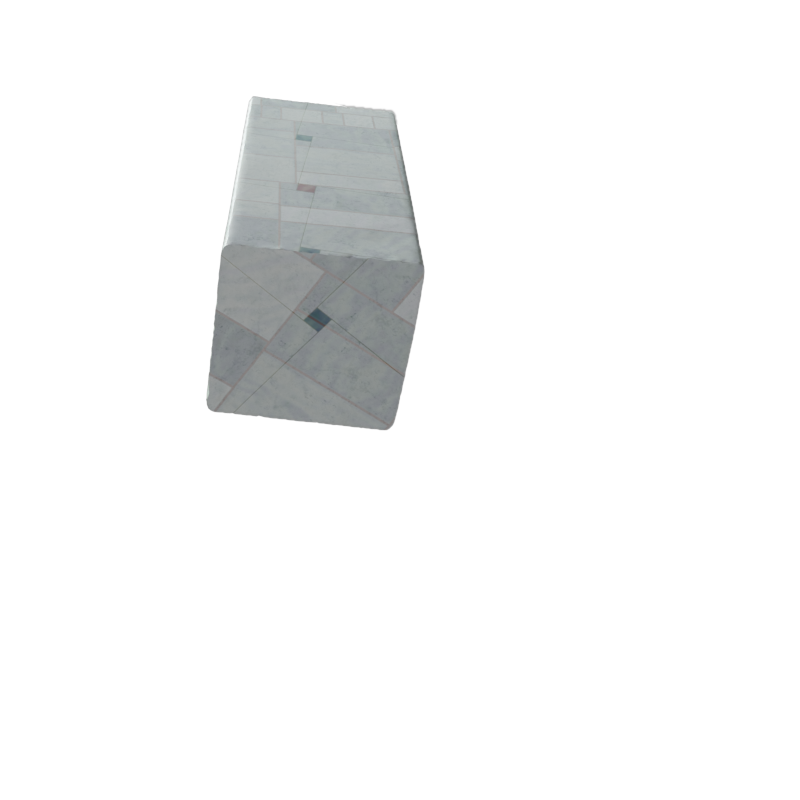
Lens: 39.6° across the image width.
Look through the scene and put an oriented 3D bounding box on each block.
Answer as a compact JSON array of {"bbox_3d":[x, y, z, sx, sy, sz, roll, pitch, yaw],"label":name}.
[{"bbox_3d":[-0.046,-0.083,0.589,0.090,0.085,0.219,6,31,-7],"label":"block"}]
